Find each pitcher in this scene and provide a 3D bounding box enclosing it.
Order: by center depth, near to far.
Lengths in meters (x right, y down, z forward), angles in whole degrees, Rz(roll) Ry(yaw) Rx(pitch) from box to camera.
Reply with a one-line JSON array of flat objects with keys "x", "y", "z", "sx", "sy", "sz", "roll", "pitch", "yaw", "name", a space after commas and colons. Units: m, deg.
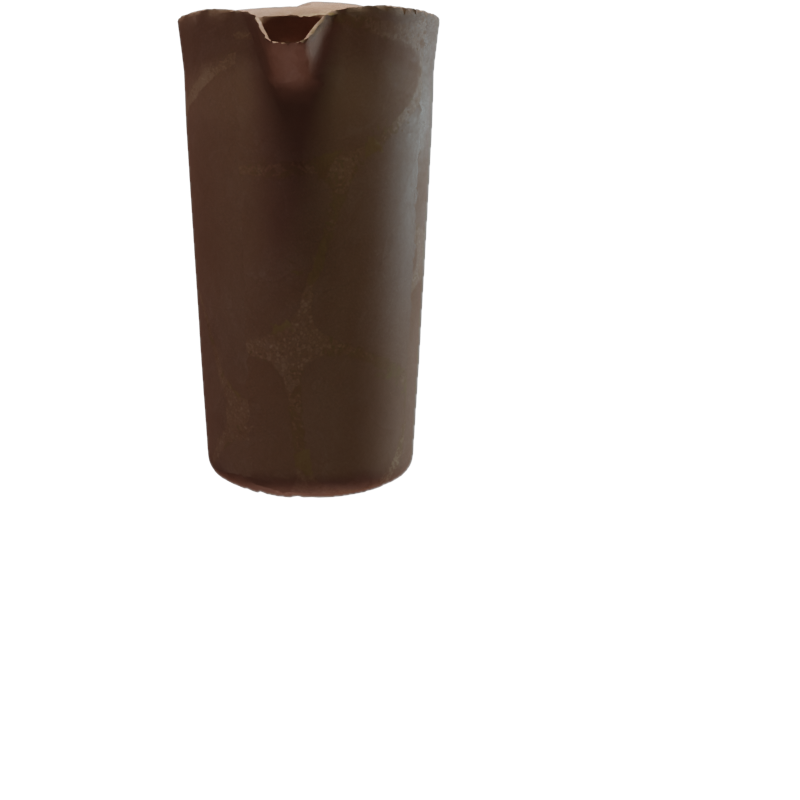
[{"x": -0.046, "y": -0.084, "z": 0.587, "sx": 0.144, "sy": 0.240, "sz": 0.152, "roll": -6, "pitch": 9, "yaw": -42, "name": "pitcher"}]
